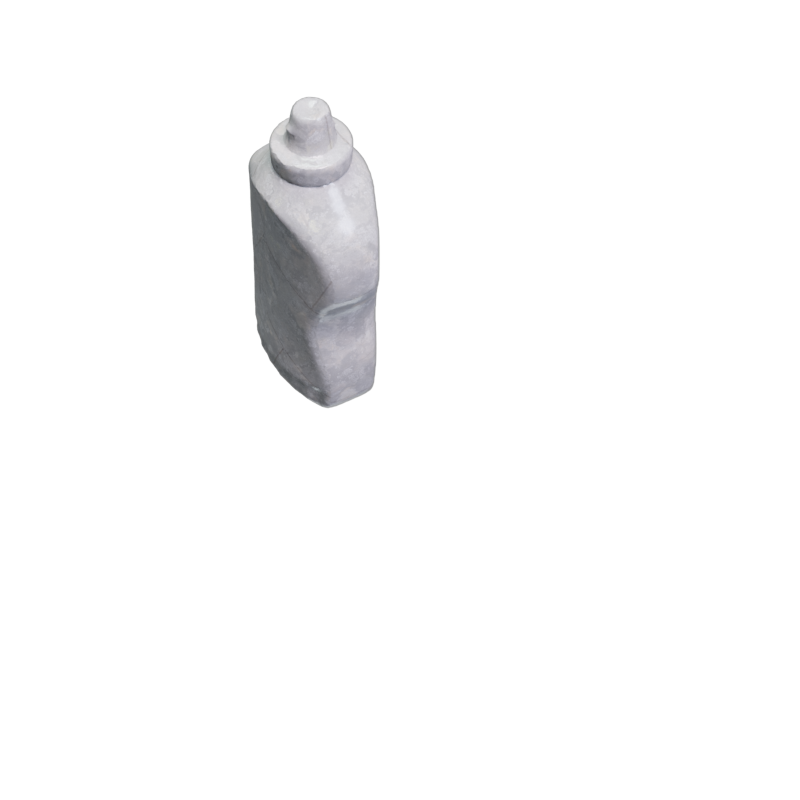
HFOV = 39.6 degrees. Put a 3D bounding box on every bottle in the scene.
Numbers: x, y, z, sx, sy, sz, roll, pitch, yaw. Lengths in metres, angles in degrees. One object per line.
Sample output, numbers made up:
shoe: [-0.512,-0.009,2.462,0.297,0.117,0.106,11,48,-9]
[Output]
bottle: [-0.047,-0.084,0.592,0.058,0.103,0.179,-20,-33,-18]
